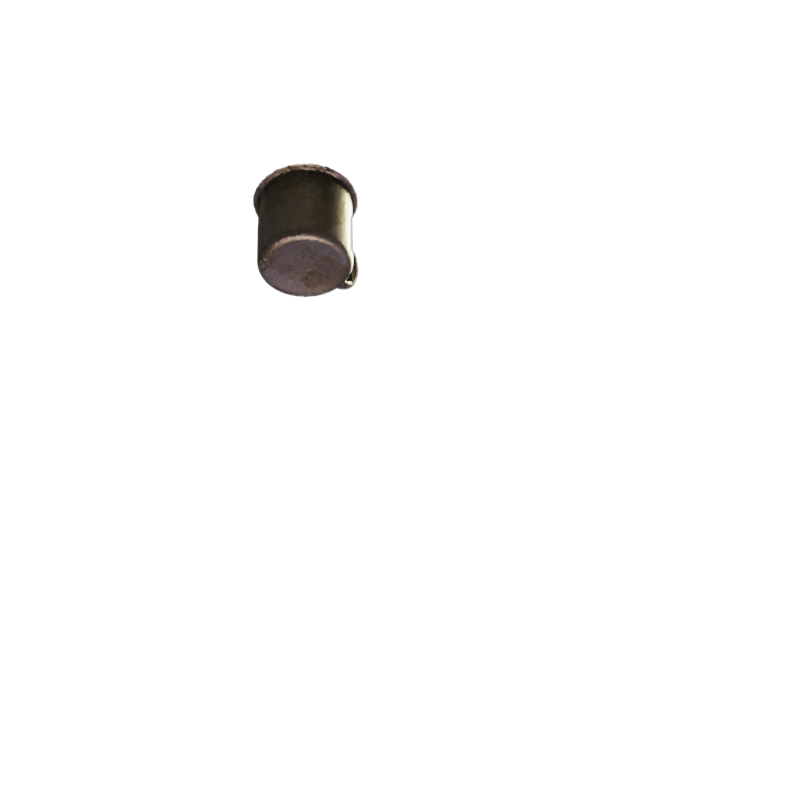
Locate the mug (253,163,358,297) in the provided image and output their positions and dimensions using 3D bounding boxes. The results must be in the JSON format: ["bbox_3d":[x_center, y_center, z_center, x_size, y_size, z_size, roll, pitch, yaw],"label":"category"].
[{"bbox_3d":[-0.076,-0.138,0.967,0.093,0.087,0.109,-24,-45,25],"label":"mug"}]
